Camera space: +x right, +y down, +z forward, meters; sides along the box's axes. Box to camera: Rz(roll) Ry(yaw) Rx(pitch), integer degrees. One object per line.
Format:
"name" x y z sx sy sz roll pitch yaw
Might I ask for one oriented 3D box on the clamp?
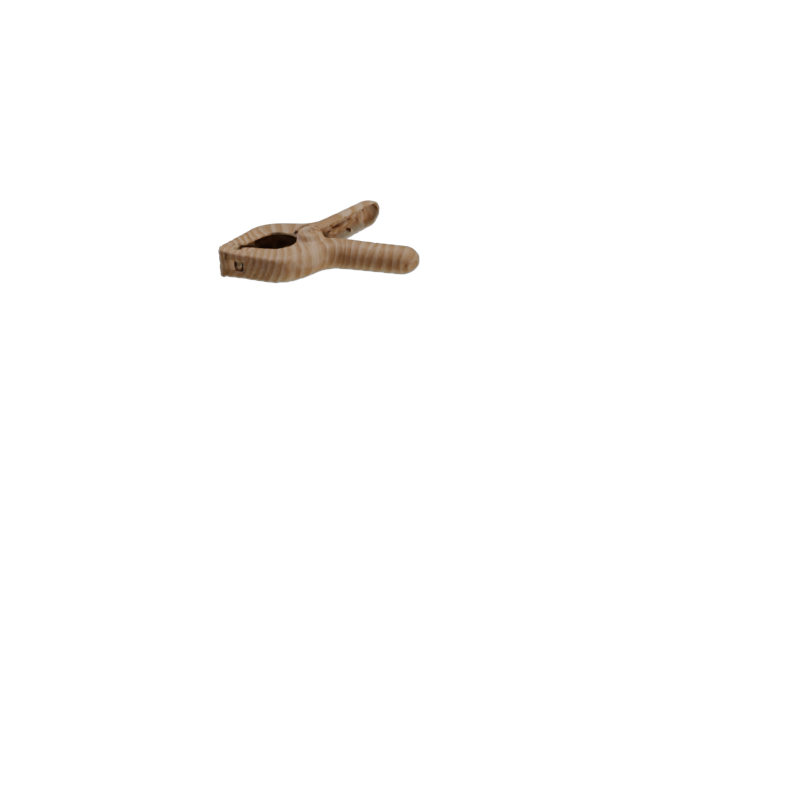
"clamp" -0.078 -0.141 0.991 0.170 0.037 0.128 -4 28 -8
